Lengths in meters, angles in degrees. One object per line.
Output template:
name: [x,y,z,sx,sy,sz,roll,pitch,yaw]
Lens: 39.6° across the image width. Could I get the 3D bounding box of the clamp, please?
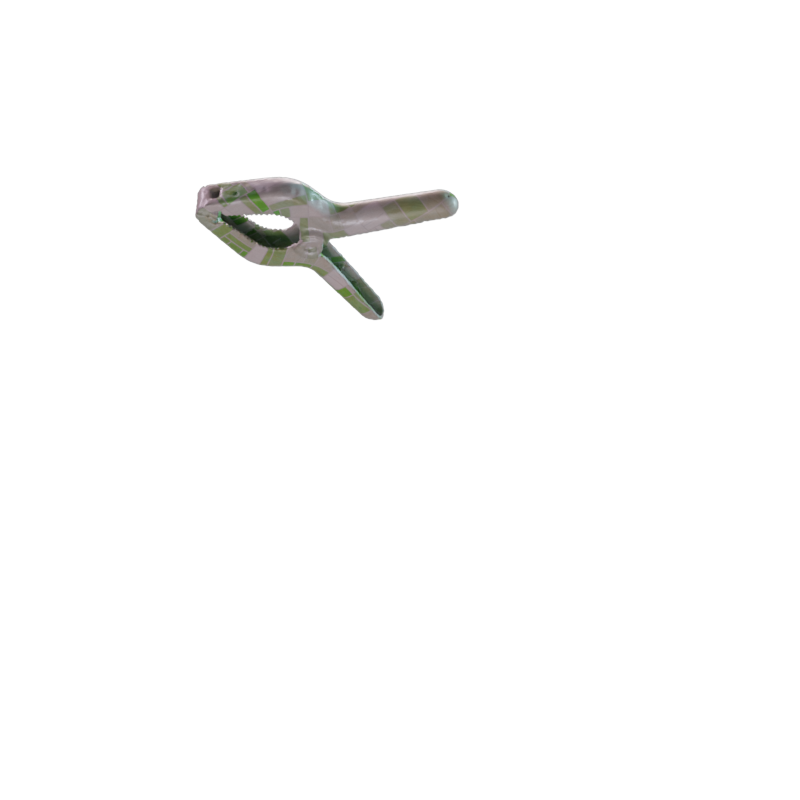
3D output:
clamp: [-0.074,-0.136,0.950,0.206,0.039,0.156,10,-40,-12]
